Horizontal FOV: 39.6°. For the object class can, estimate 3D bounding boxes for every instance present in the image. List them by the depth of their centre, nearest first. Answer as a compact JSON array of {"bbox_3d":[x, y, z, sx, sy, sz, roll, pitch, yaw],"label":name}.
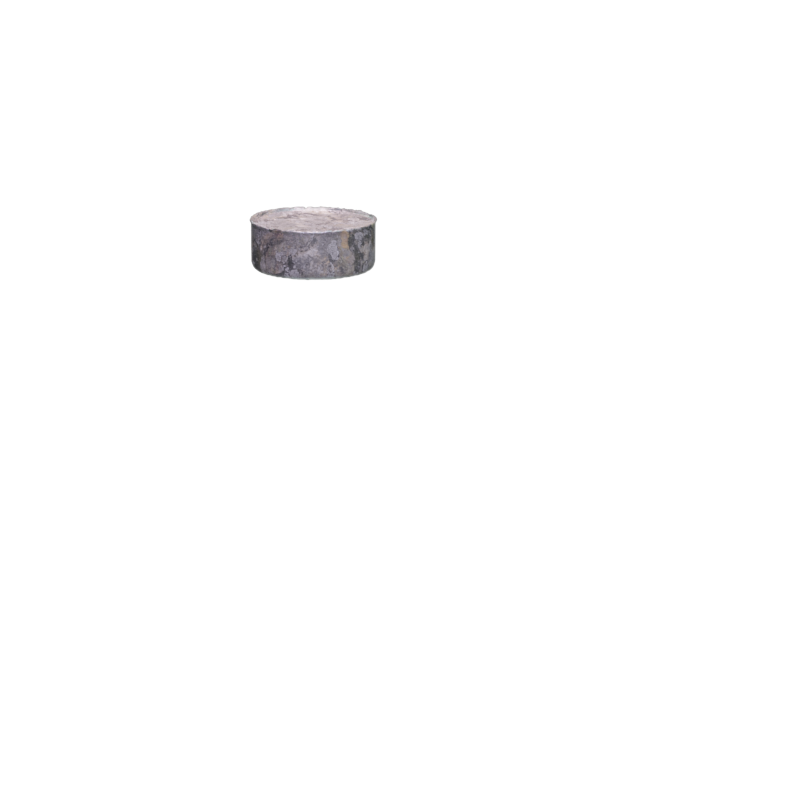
[{"bbox_3d":[-0.059,-0.107,0.752,0.086,0.032,0.089,-1,19,-2],"label":"can"}]
